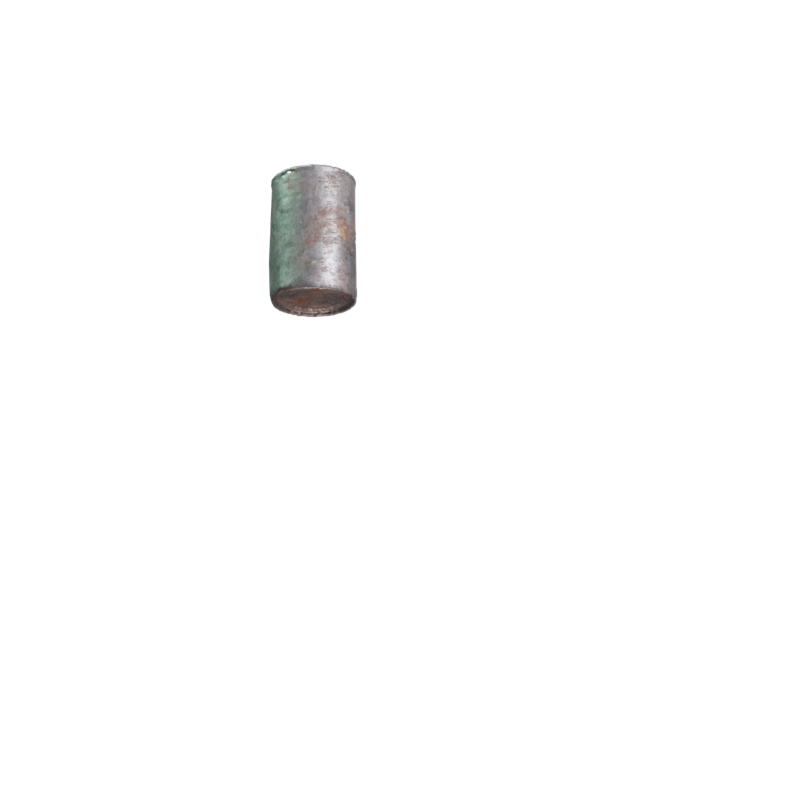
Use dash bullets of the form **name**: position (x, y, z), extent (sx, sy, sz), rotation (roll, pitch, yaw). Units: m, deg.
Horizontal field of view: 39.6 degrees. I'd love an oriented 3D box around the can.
- **can**: position (-0.068, -0.123, 0.864), extent (0.068, 0.107, 0.065), rotation (0, -21, -2)
